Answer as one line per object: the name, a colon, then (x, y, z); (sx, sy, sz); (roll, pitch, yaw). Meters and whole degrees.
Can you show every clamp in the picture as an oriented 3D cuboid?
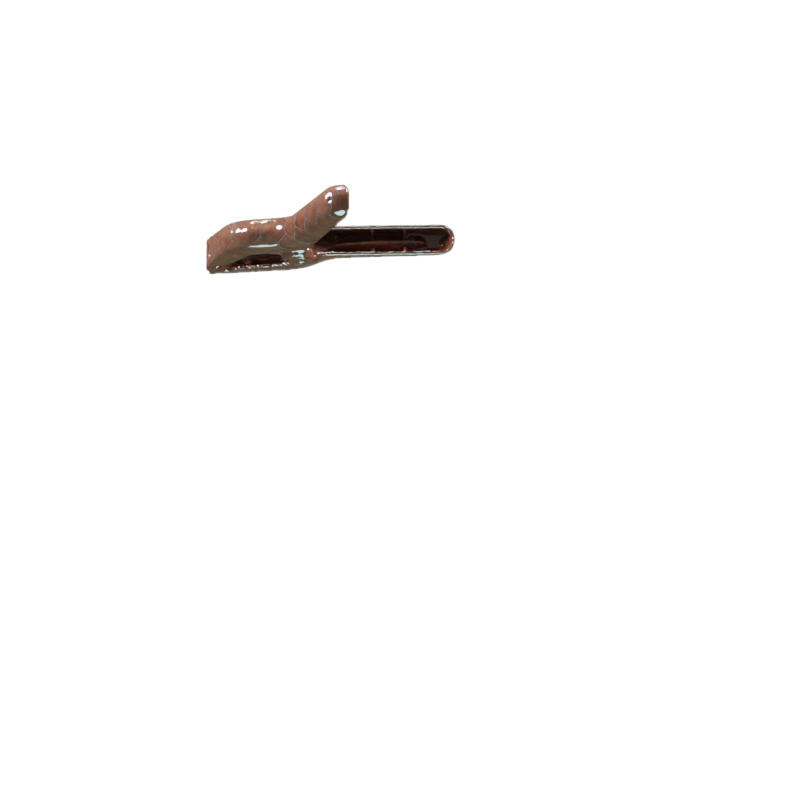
clamp: (-0.072, -0.131, 0.915); (0.215, 0.037, 0.156); (-6, -10, 41)
